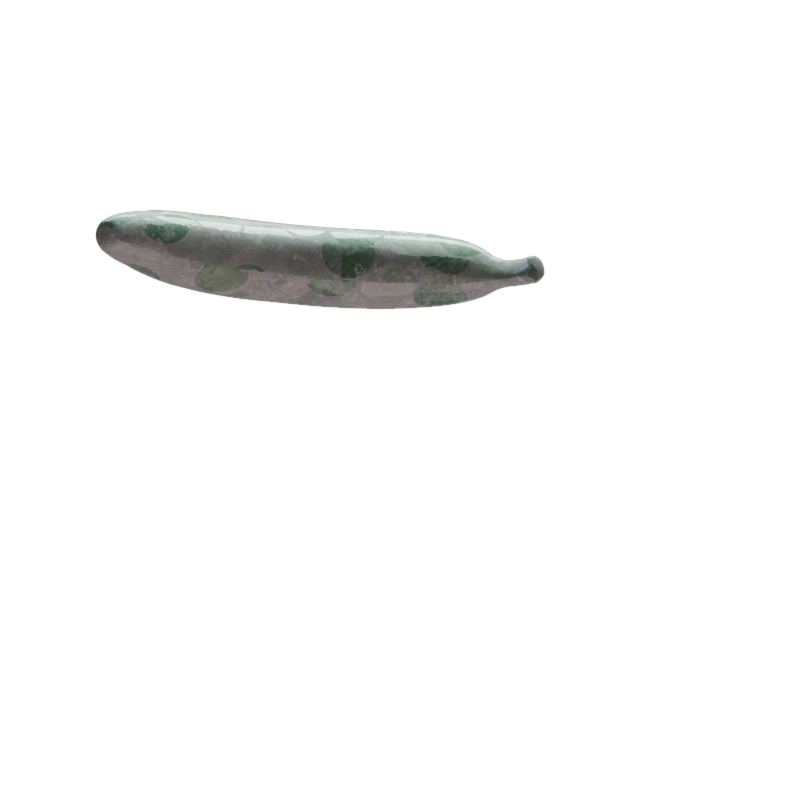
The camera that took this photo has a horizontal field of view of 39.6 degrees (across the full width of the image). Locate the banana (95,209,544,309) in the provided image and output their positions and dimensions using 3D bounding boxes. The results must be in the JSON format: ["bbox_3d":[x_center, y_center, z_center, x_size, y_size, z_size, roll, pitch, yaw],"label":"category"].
[{"bbox_3d":[-0.039,-0.067,0.513,0.195,0.038,0.068,2,-15,-9],"label":"banana"}]
